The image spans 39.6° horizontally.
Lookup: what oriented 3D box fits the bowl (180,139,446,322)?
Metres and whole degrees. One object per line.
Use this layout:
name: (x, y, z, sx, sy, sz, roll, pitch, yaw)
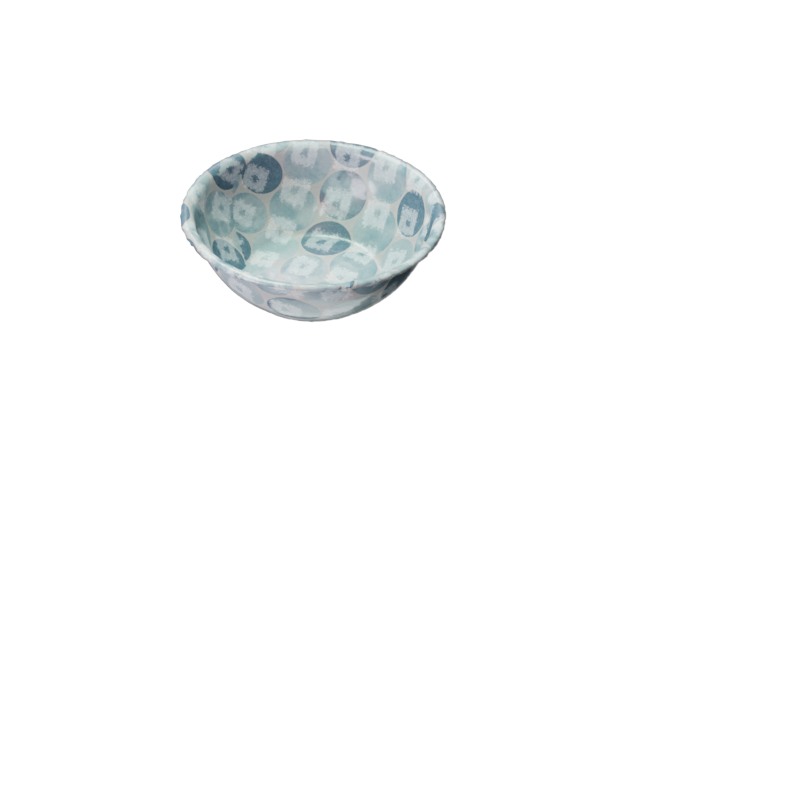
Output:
bowl: (-0.054, -0.098, 0.689, 0.162, 0.051, 0.174, -1, 41, -2)
